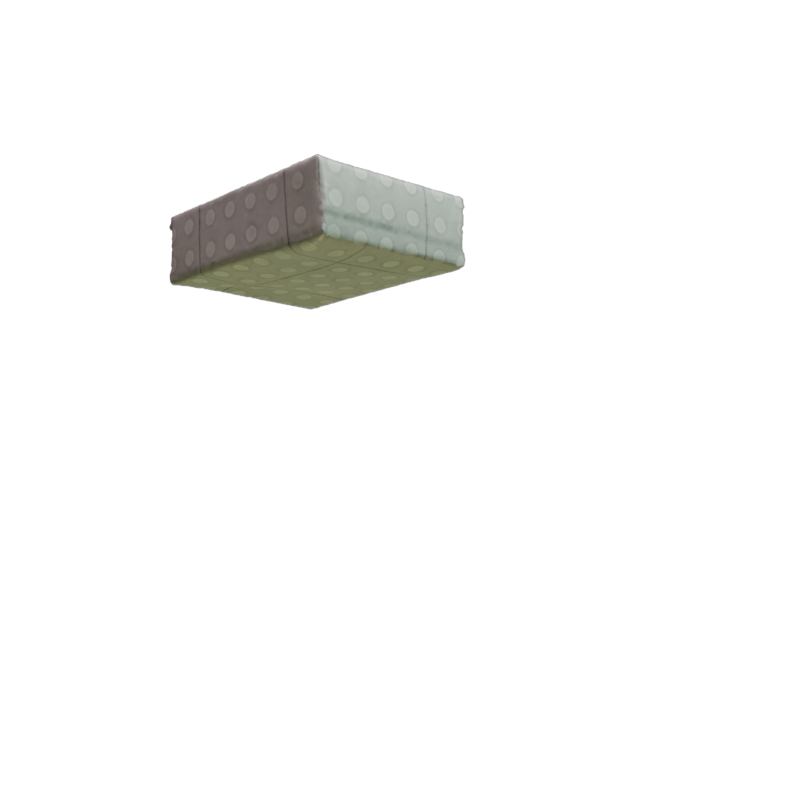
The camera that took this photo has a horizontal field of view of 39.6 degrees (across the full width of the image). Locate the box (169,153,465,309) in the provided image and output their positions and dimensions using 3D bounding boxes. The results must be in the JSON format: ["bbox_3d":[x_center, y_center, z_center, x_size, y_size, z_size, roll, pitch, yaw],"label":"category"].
[{"bbox_3d":[-0.040,-0.074,0.516,0.085,0.040,0.116,7,-10,-42],"label":"box"}]
